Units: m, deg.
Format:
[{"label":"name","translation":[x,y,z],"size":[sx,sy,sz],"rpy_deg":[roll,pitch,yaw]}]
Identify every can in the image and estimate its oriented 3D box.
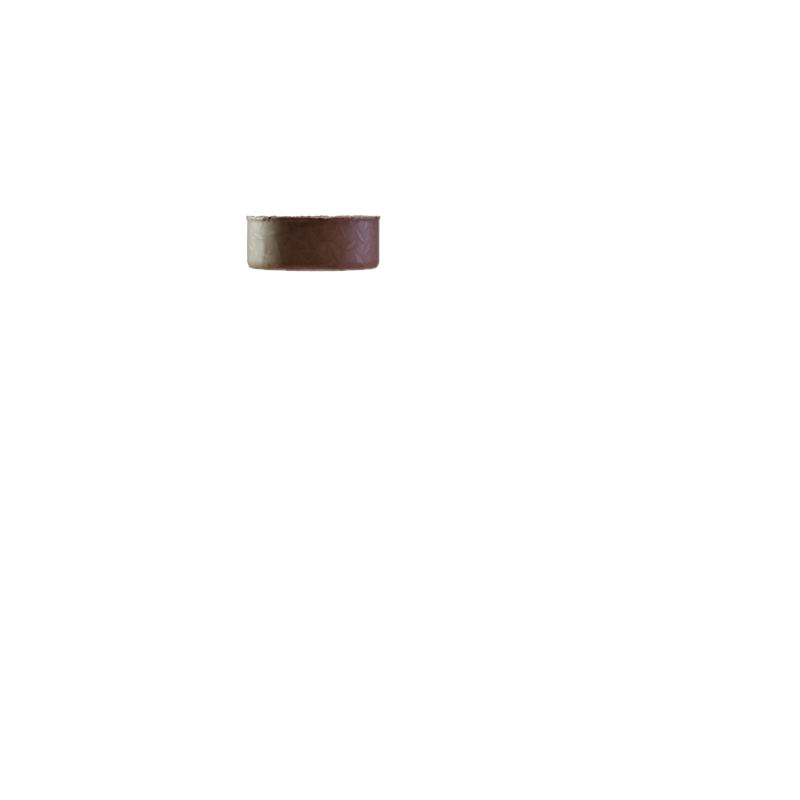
[{"label":"can","translation":[-0.055,-0.101,0.706],"size":[0.086,0.033,0.087],"rpy_deg":[0,9,-2]}]
